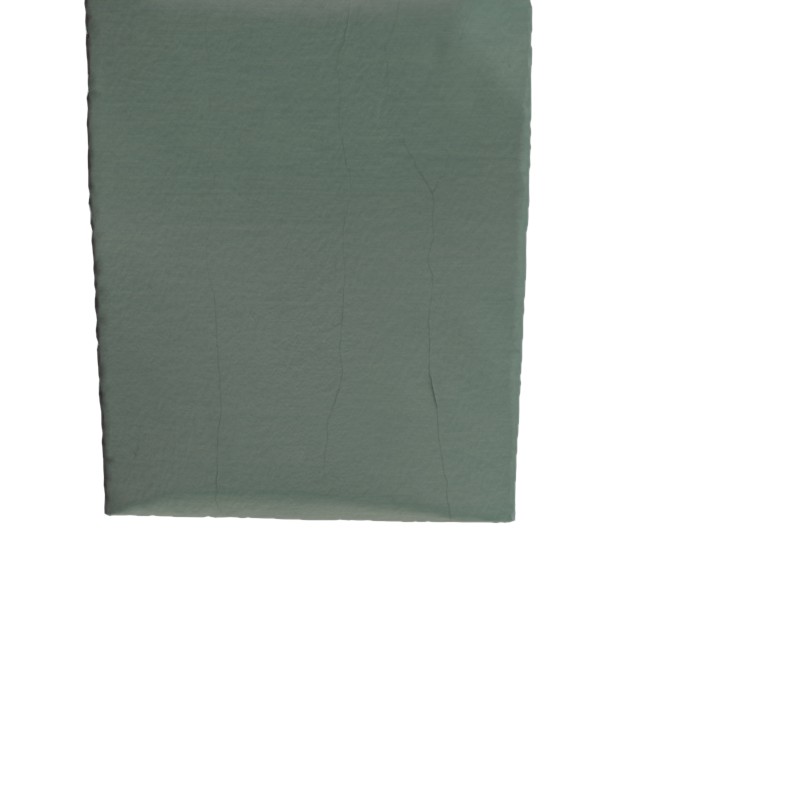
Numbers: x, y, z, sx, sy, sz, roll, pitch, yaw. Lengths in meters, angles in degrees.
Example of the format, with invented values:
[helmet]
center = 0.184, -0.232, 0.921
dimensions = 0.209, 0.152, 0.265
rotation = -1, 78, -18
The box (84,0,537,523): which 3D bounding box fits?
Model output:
[box]
center = -0.034, -0.062, 0.434
dimensions = 0.165, 0.207, 0.074
rotation = 2, 13, 4
